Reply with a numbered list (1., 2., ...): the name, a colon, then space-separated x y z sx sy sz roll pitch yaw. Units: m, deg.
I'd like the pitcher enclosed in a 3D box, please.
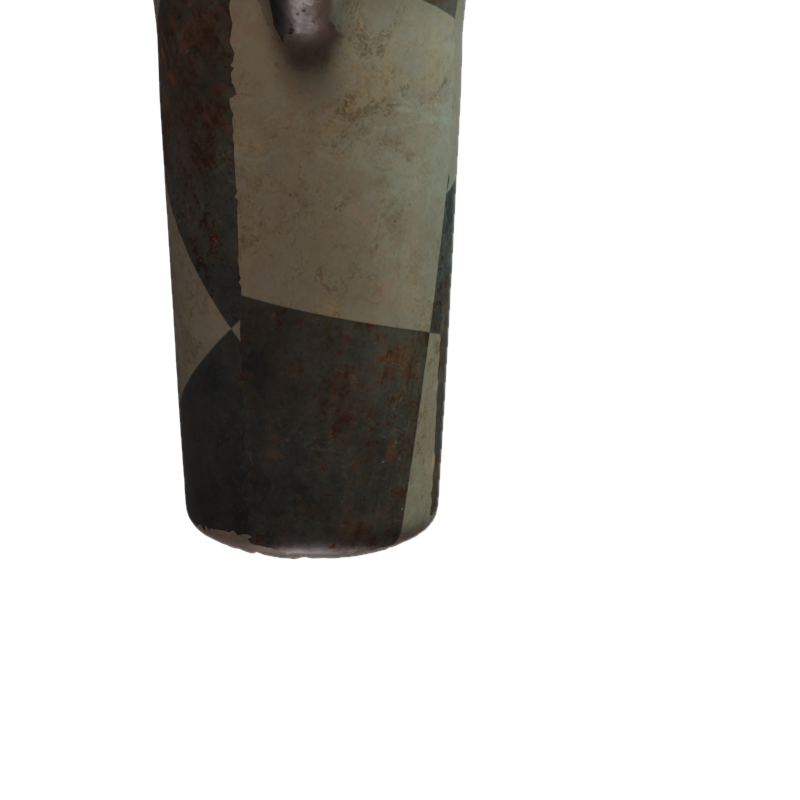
1. pitcher: -0.038 -0.069 0.481 0.151 0.241 0.144 5 6 43
